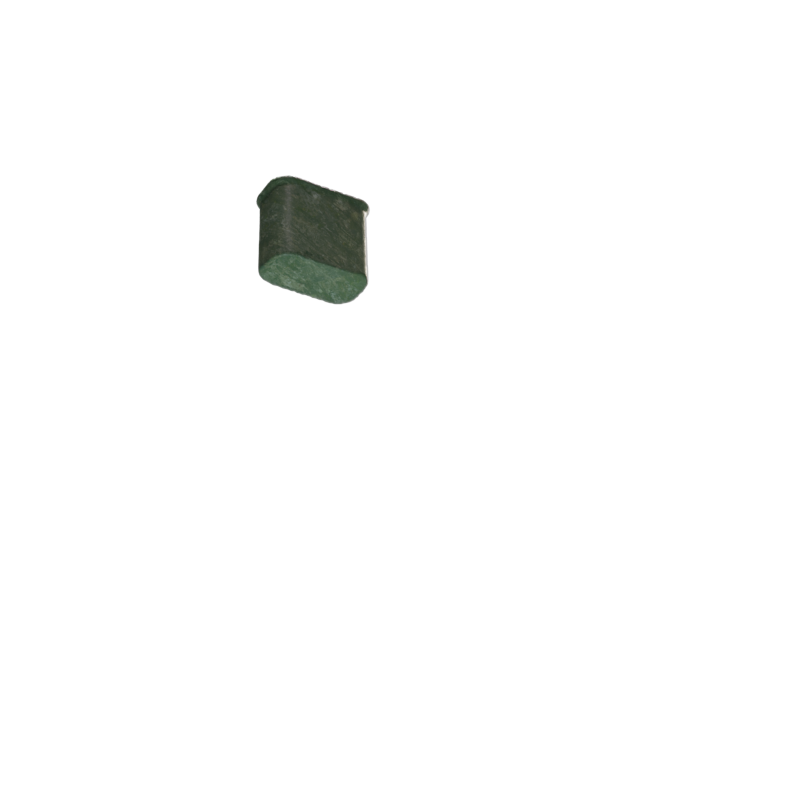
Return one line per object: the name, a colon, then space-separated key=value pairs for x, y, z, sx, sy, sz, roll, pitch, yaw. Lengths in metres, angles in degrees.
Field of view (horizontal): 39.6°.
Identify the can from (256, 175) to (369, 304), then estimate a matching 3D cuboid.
can: x=-0.077 y=-0.141 z=0.986 sx=0.097 sy=0.089 sz=0.056 roll=16 pitch=-37 yaw=-26
